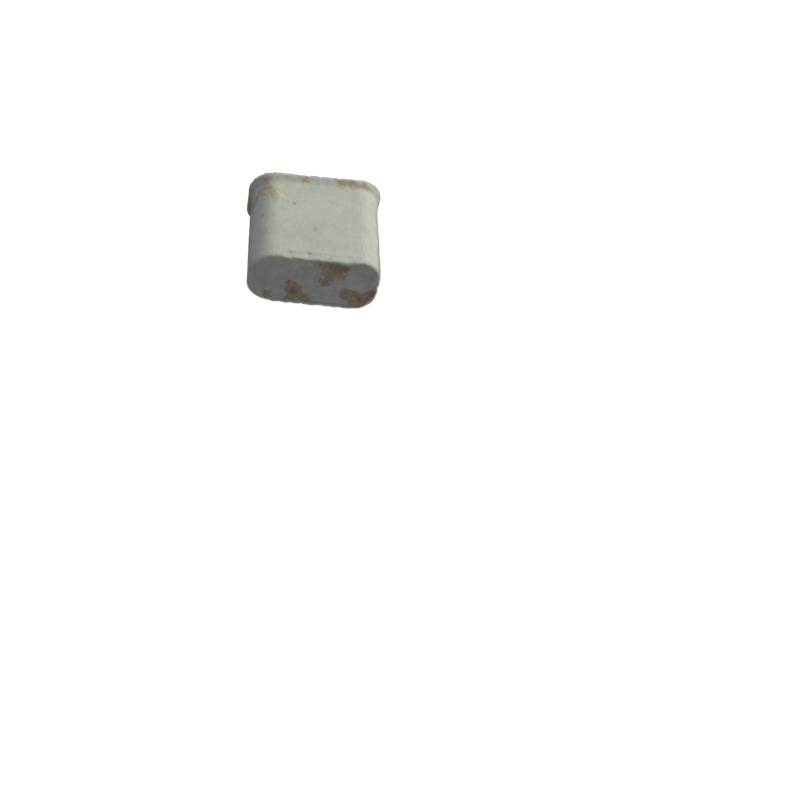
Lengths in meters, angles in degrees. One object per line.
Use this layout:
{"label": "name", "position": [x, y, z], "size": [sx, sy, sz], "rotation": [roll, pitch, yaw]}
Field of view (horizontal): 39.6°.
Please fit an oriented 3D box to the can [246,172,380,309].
{"label": "can", "position": [-0.065, -0.119, 0.832], "size": [0.101, 0.090, 0.054], "rotation": [4, -39, -8]}
